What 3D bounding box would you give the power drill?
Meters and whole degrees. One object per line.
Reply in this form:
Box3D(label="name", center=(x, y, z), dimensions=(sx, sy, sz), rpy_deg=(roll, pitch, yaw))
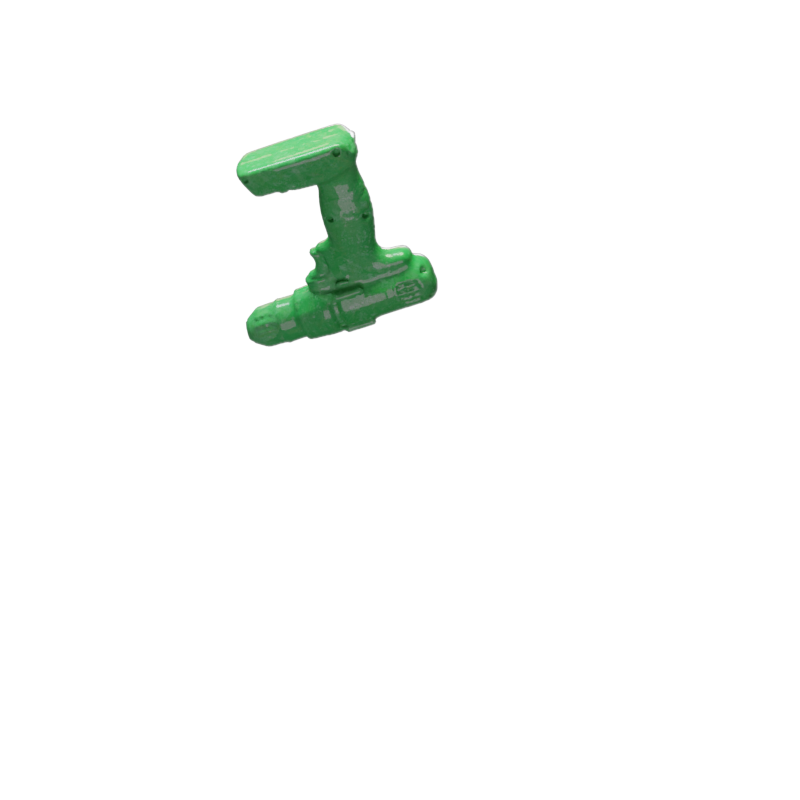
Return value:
Box3D(label="power drill", center=(-0.078, -0.142, 0.996), dimensions=(0.185, 0.175, 0.061), rpy_deg=(-18, 29, 10))
